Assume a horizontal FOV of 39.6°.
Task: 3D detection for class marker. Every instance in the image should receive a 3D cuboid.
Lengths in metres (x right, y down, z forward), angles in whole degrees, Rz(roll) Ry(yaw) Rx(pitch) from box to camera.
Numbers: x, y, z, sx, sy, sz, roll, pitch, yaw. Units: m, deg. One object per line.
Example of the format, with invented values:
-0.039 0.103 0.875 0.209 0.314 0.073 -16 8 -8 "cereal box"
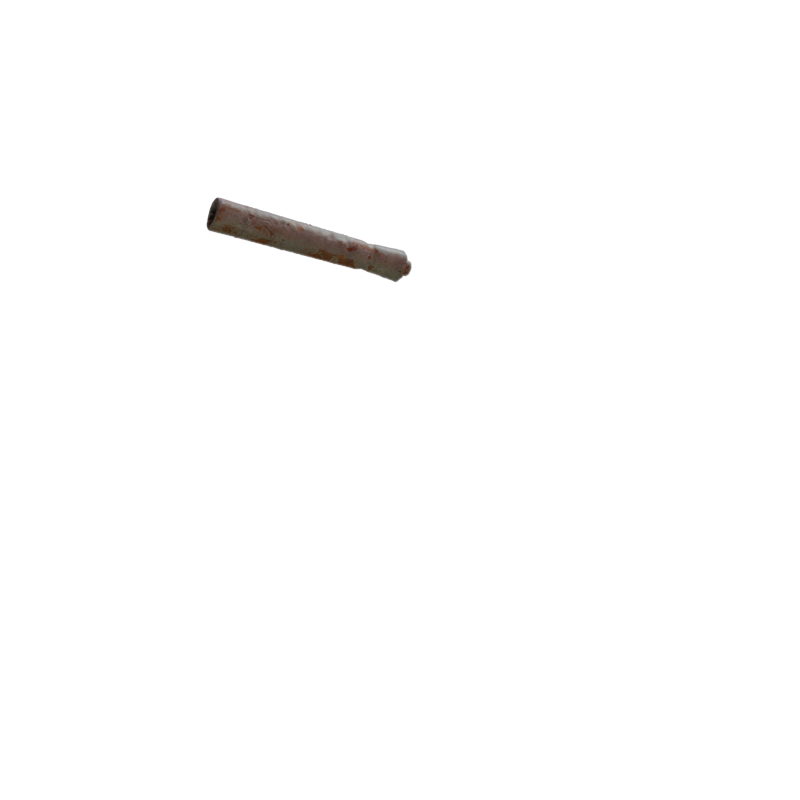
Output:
-0.049 -0.089 0.622 0.117 0.020 0.020 13 -1 -20 "marker"
